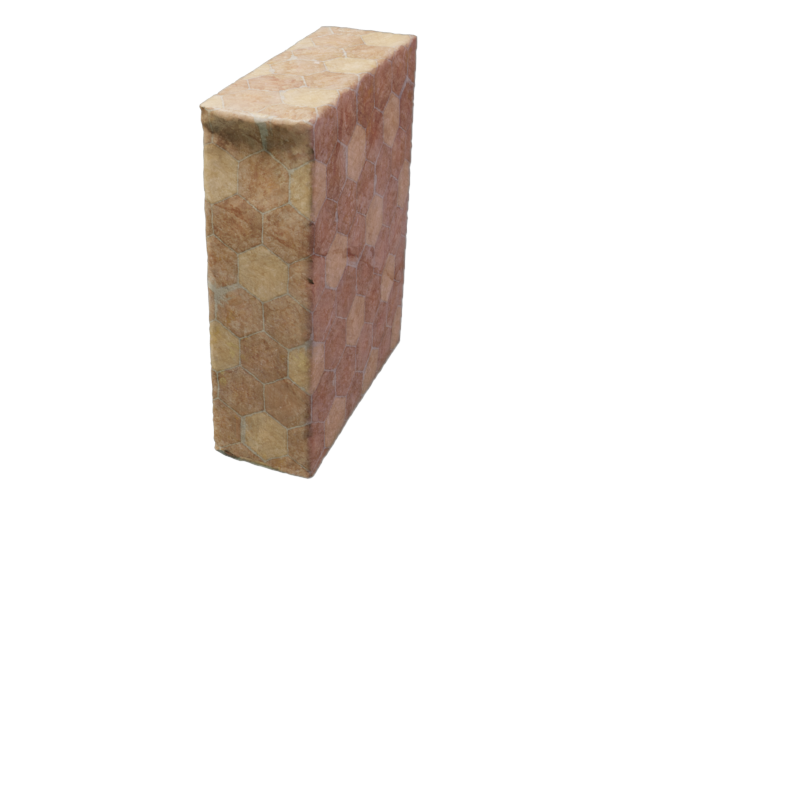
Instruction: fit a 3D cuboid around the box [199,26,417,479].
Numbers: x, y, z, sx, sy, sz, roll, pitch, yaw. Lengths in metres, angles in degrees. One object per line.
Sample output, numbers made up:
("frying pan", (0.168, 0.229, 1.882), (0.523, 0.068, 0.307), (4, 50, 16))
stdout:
("box", (-0.050, -0.092, 0.644), (0.074, 0.202, 0.169), (10, 31, 15))
